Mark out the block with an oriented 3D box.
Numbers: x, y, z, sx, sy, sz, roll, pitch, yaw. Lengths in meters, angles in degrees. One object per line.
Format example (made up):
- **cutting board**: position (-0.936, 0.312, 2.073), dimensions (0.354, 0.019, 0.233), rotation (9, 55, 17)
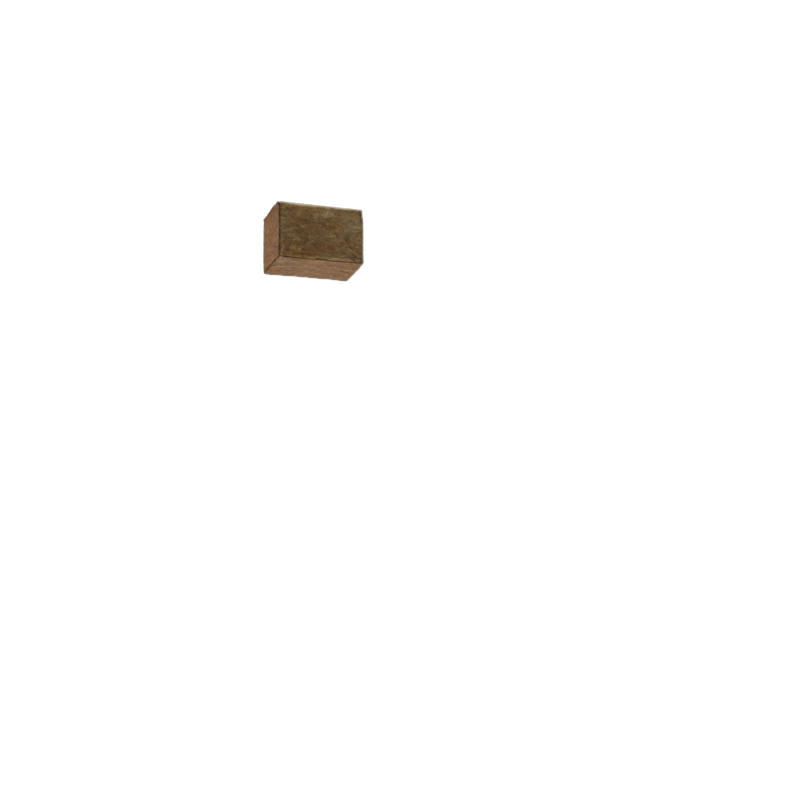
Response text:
- **block**: position (-0.075, -0.137, 0.958), dimensions (0.076, 0.053, 0.052), rotation (4, -16, -18)
